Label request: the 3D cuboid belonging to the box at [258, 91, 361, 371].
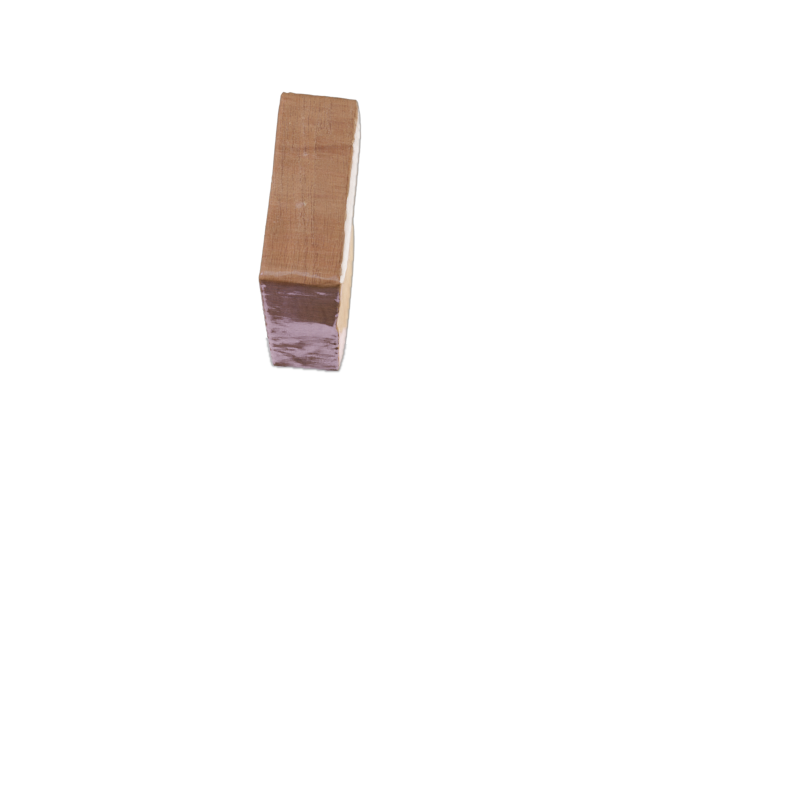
[{"bbox_3d":[-0.074,-0.134,0.941,0.072,0.172,0.204,5,-20,-3],"label":"box"}]
